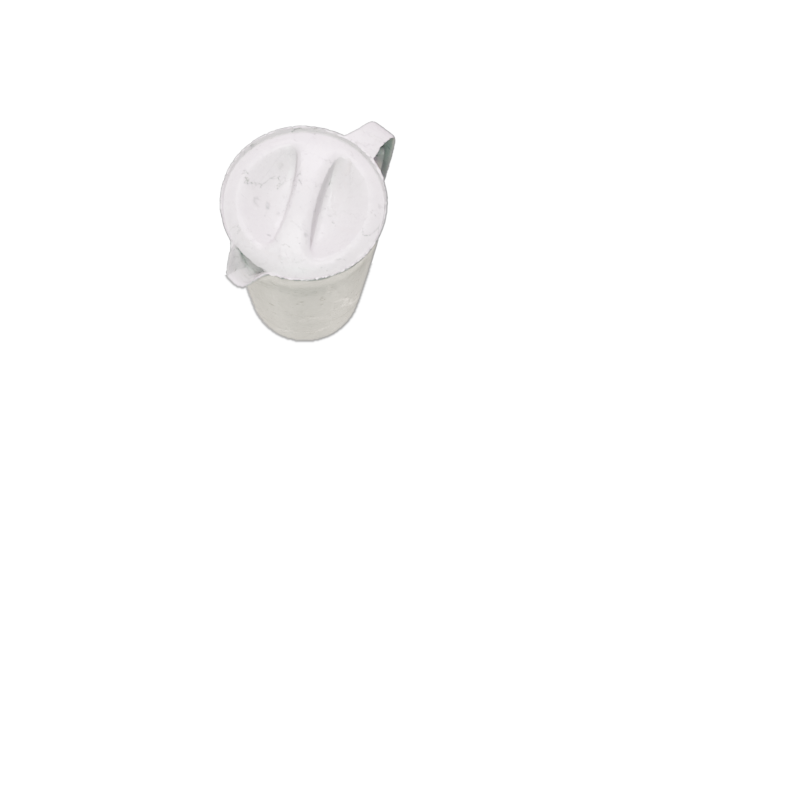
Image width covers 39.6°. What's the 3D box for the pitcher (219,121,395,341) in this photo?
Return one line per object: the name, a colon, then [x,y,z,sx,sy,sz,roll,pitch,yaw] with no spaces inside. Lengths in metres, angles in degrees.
pitcher: [-0.077,-0.141,0.985,0.149,0.151,0.234,-4,-14,-4]
